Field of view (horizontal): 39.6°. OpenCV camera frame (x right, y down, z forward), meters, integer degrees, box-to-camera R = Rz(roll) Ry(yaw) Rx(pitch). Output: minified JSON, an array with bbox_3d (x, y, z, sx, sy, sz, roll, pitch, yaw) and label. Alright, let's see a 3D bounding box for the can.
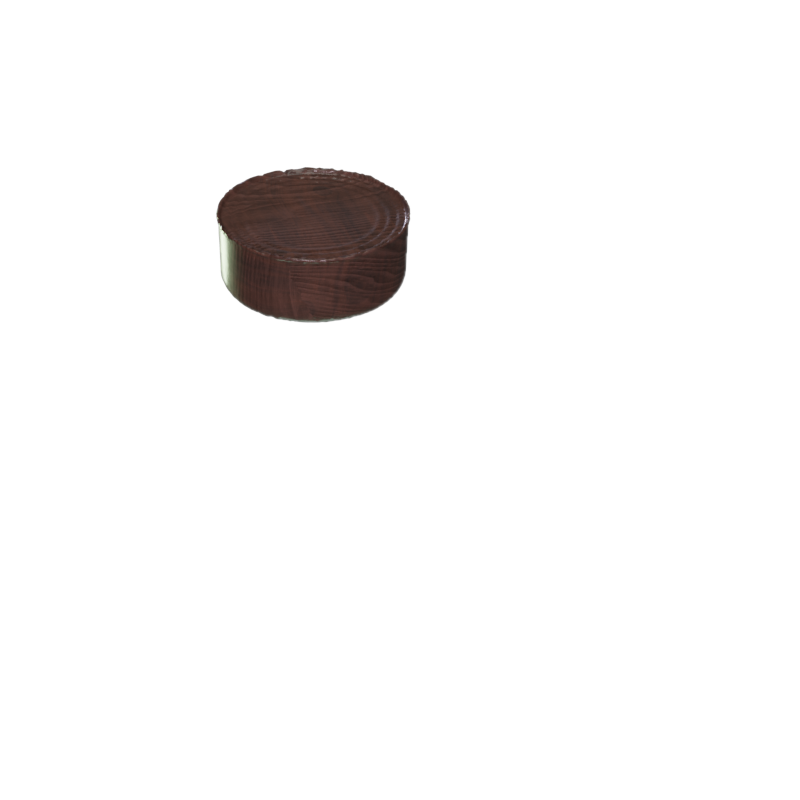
[{"bbox_3d":[-0.039,-0.071,0.498,0.086,0.031,0.092,-1,35,-2],"label":"can"}]
